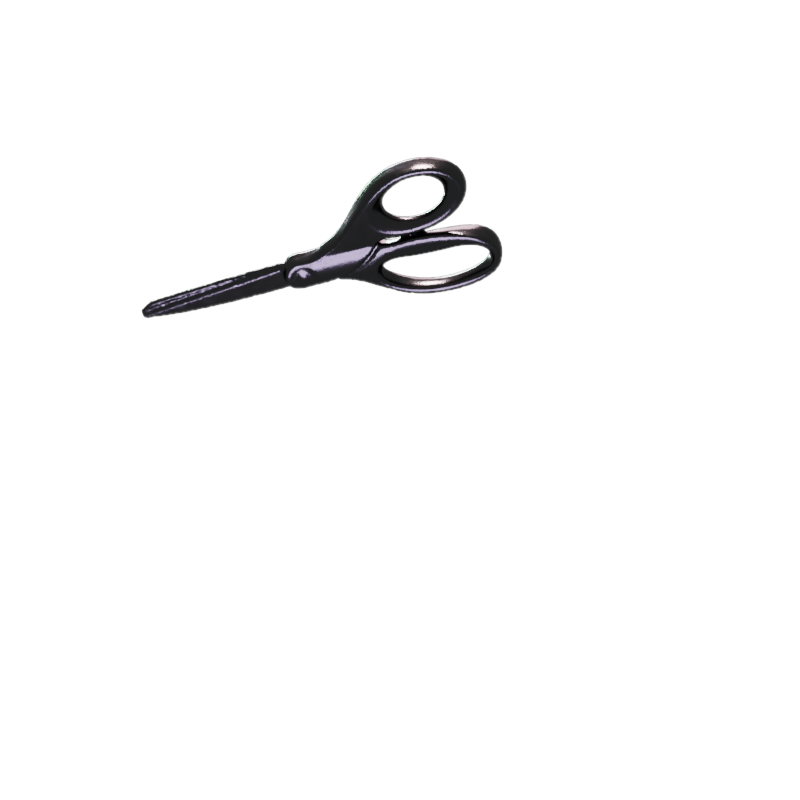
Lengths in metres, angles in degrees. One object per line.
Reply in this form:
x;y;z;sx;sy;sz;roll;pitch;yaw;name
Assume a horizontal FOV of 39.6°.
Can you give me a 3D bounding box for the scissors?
-0.046;-0.085;0.593;0.202;0.089;0.017;-3;43;3;scissors
